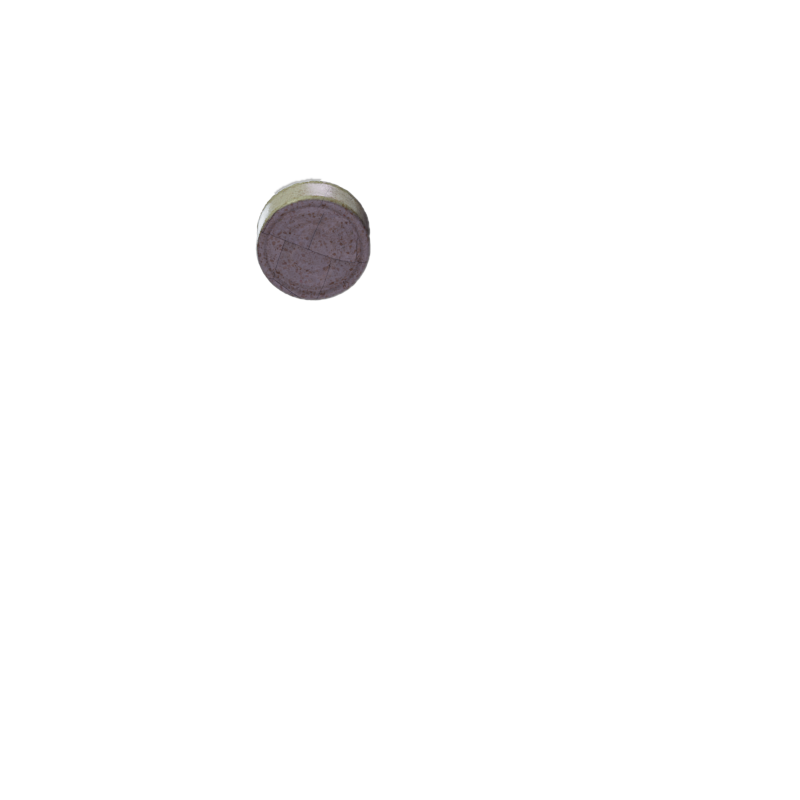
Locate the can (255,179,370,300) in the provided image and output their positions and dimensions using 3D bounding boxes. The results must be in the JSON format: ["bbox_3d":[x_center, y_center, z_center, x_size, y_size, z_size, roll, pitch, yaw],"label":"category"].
[{"bbox_3d":[-0.065,-0.118,0.824,0.086,0.081,0.035,1,27,-1],"label":"can"}]
